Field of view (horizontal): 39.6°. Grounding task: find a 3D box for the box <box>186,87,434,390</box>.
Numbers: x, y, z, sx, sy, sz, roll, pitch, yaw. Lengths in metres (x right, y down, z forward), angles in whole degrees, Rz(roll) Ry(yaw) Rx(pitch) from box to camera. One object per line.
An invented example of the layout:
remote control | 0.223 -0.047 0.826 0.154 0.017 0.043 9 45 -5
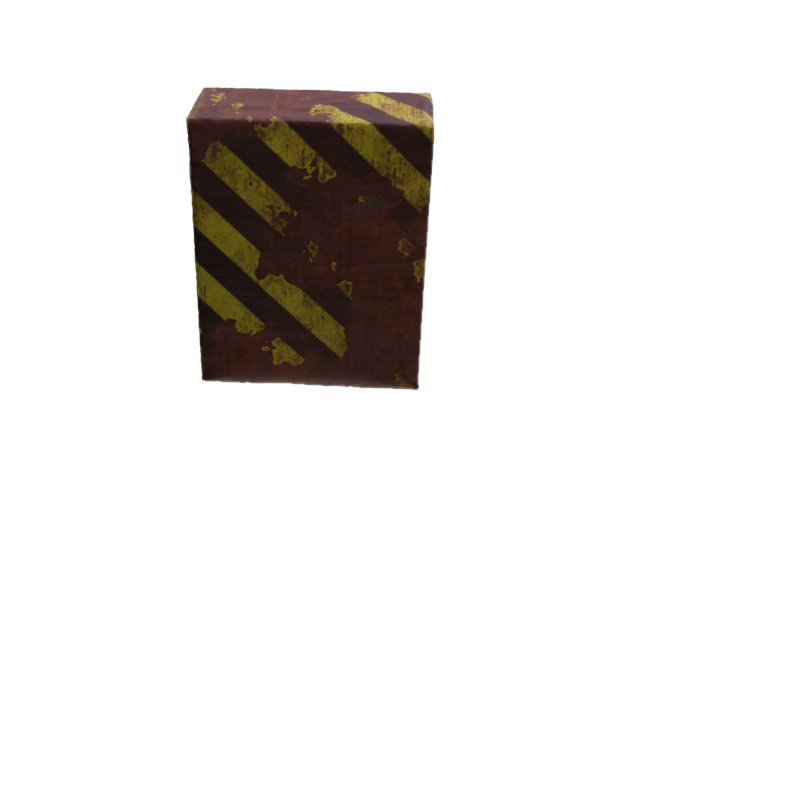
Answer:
box | -0.062 -0.114 0.795 0.165 0.201 0.076 3 31 2
